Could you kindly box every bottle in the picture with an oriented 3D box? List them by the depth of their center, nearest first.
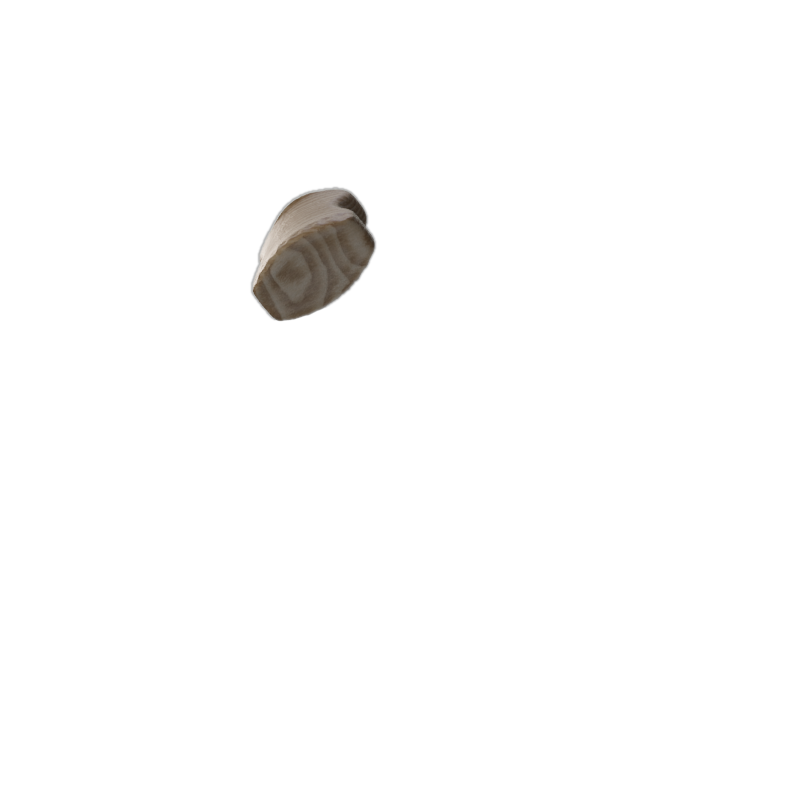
[{"bbox_3d":[-0.071,-0.129,0.899,0.096,0.056,0.200,-37,18,9],"label":"bottle"}]
